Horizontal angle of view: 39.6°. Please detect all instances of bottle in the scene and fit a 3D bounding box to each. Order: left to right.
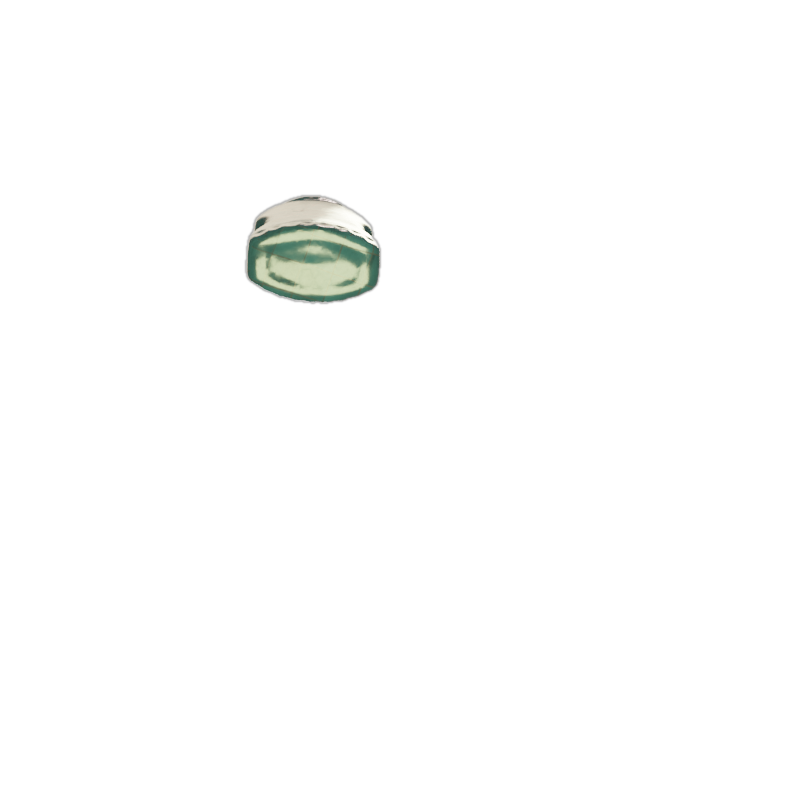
[{"bbox_3d":[-0.069,-0.126,0.879,0.096,0.057,0.198,1,17,-4],"label":"bottle"}]
